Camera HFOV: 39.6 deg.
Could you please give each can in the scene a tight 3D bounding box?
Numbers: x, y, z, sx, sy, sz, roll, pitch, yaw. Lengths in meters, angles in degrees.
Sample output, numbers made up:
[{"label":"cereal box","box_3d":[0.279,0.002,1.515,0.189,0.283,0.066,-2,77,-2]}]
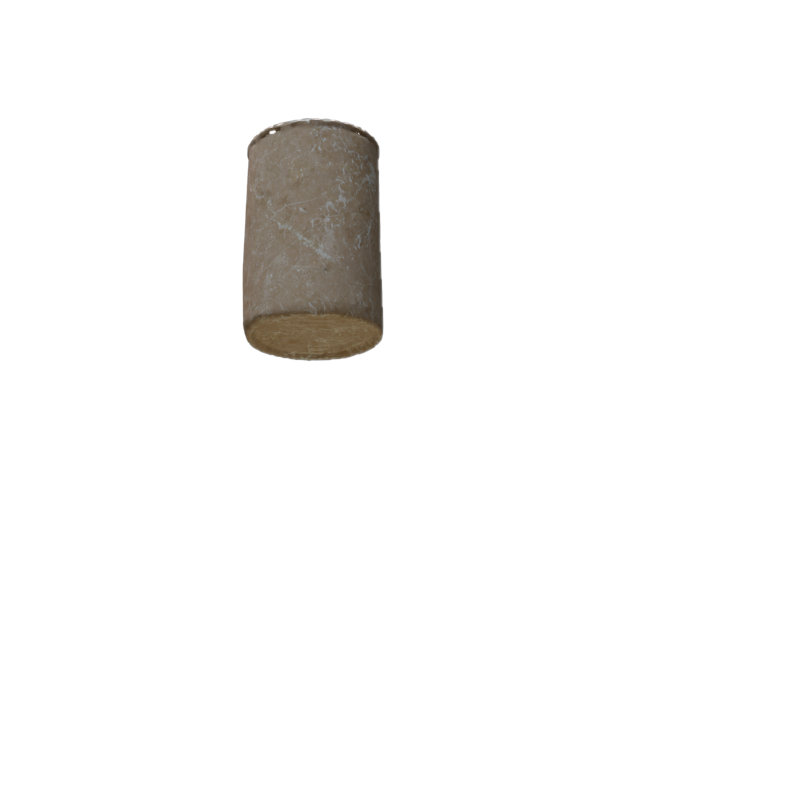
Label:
[{"label":"can","box_3d":[-0.043,-0.078,0.546,0.068,0.108,0.065,0,-22,-2]}]
